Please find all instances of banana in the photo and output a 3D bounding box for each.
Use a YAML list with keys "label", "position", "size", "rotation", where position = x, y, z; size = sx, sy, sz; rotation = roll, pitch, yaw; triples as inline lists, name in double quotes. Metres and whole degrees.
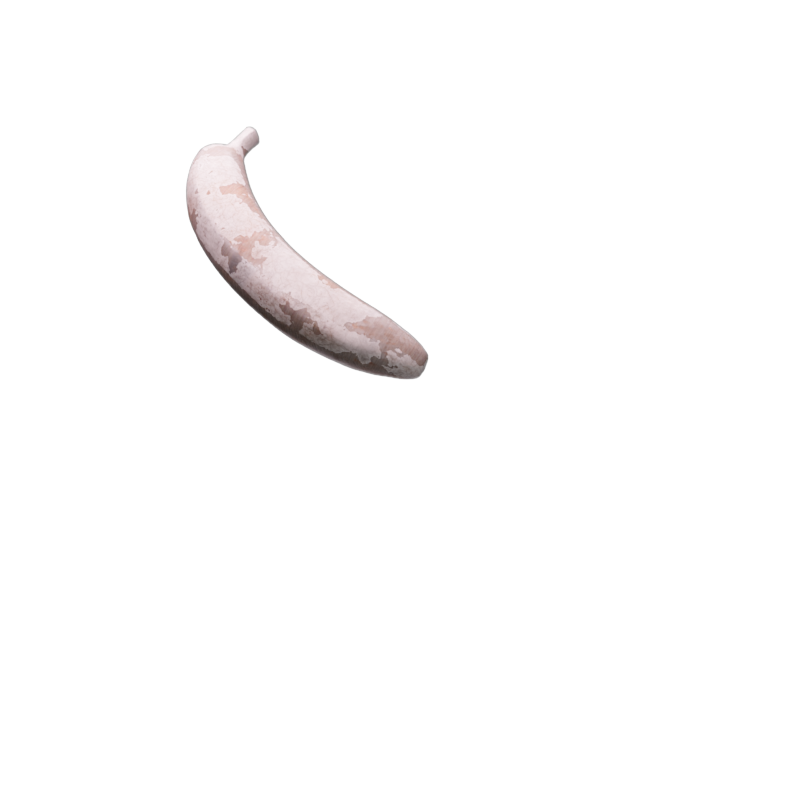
- label: "banana"
  position: [-0.064, -0.079, 0.582]
  size: [0.069, 0.213, 0.034]
  rotation: [-24, -33, -17]
